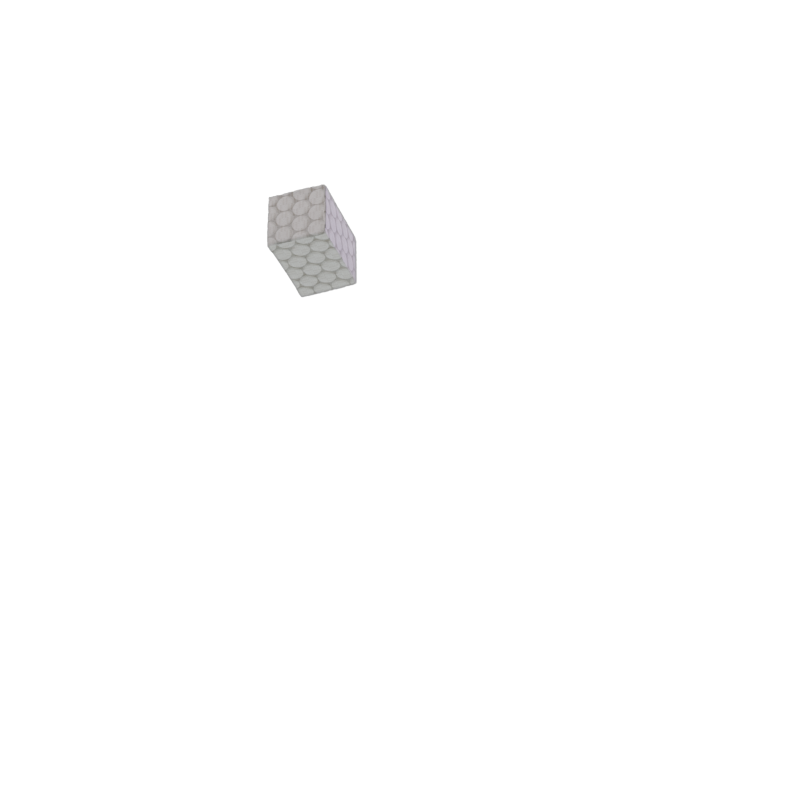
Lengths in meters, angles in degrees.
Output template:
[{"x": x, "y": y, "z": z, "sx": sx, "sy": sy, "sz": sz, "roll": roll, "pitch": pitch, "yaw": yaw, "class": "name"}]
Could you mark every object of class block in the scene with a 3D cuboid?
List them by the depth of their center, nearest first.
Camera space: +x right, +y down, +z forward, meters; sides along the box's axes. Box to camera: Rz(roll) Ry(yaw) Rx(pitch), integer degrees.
[{"x": -0.072, "y": -0.132, "z": 0.923, "sx": 0.053, "sy": 0.055, "sz": 0.072, "roll": -12, "pitch": -35, "yaw": 14, "class": "block"}]
